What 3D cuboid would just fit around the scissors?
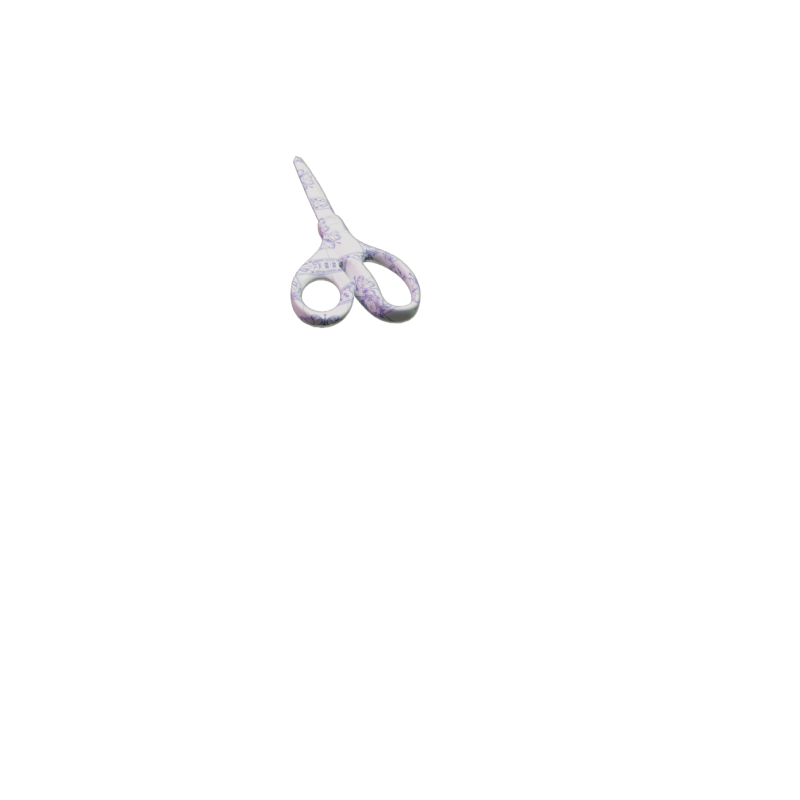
[{"bbox_3d":[-0.063,-0.114,0.800,0.095,0.015,0.218,-23,47,-23],"label":"scissors"}]
